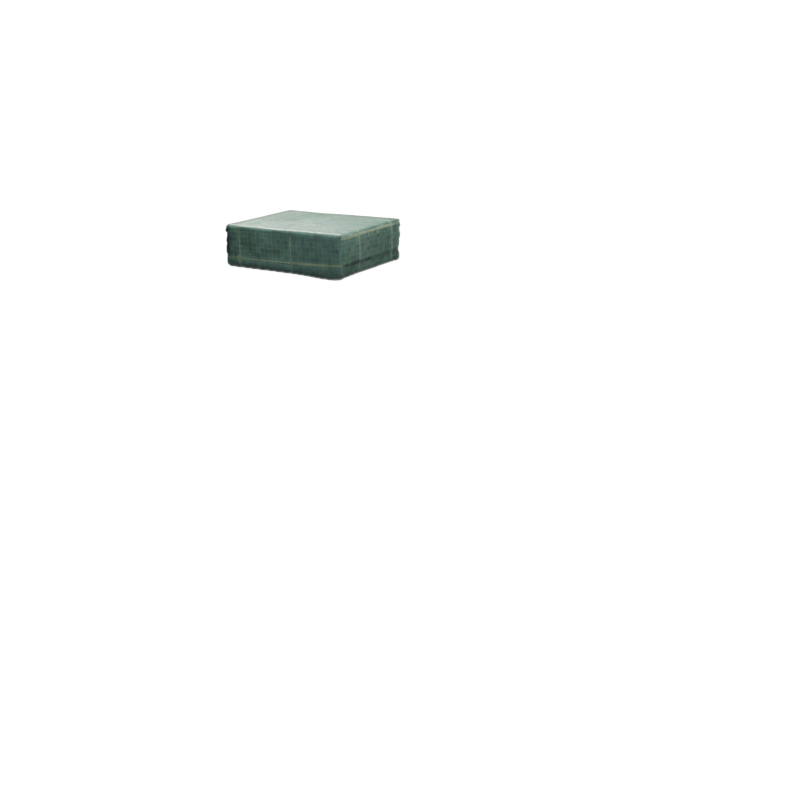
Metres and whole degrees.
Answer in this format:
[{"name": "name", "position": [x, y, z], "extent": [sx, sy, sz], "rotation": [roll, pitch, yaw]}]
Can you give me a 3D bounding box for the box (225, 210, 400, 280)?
[{"name": "box", "position": [-0.070, -0.127, 0.892], "extent": [0.119, 0.037, 0.089], "rotation": [12, 22, 30]}]
